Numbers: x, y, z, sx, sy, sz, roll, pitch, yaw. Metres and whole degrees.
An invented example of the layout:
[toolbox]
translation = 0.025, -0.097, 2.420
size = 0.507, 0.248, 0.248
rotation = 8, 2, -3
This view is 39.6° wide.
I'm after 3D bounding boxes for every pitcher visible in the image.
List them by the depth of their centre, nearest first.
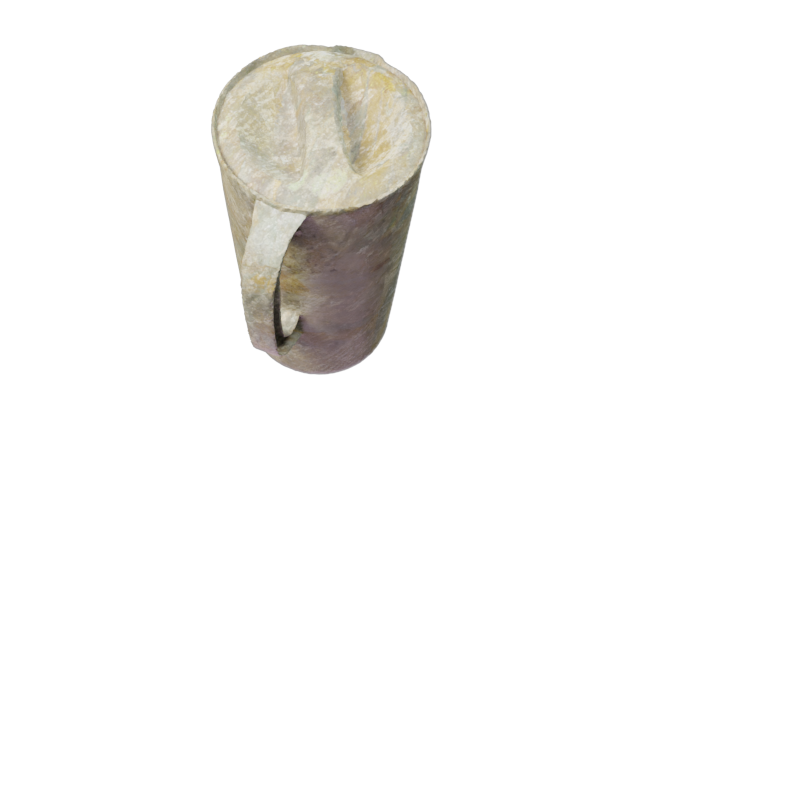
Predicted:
[pitcher]
translation = -0.059, -0.108, 0.759
size = 0.148, 0.155, 0.228
rotation = -22, -26, -15
